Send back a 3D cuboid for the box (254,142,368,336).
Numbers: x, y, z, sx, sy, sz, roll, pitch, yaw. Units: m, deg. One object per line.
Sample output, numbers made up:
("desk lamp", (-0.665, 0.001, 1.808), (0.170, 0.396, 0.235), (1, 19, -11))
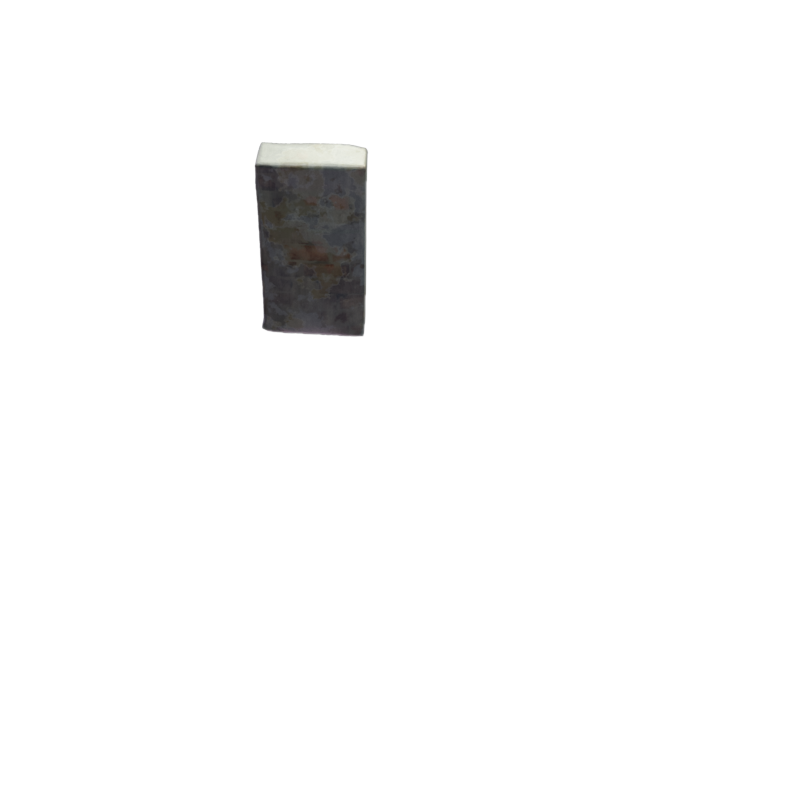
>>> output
("box", (-0.075, -0.137, 0.960), (0.094, 0.165, 0.051), (4, 34, 2))
